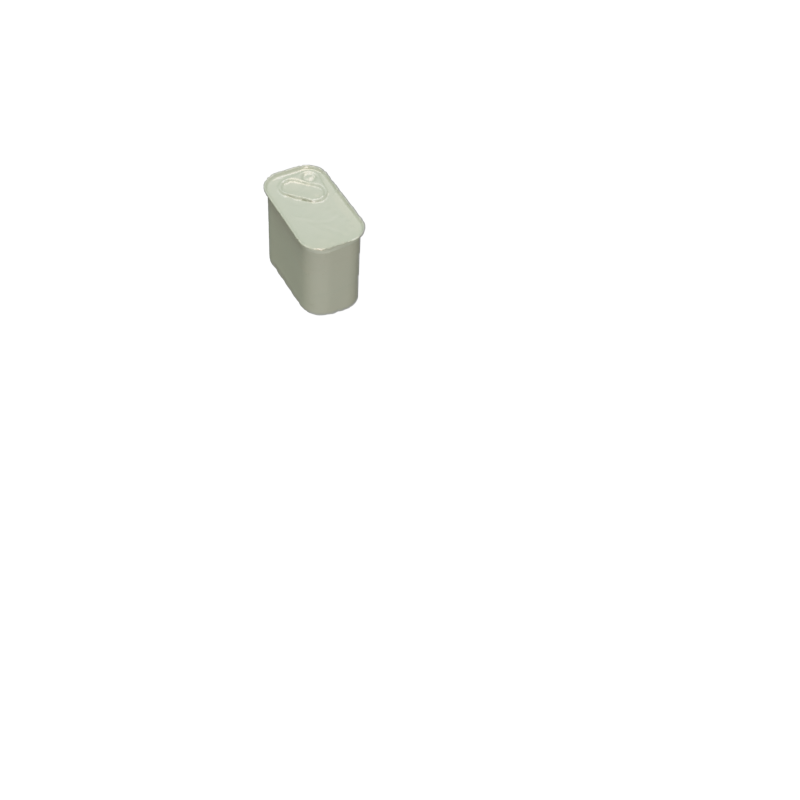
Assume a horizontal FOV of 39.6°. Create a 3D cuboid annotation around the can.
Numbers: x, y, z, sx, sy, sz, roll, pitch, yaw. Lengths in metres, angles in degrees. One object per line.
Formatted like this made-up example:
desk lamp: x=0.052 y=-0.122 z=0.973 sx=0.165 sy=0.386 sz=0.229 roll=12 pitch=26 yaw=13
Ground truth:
can: x=-0.073 y=-0.133 z=0.931 sx=0.057 sy=0.078 sz=0.110 roll=-20 pitch=51 yaw=-19
